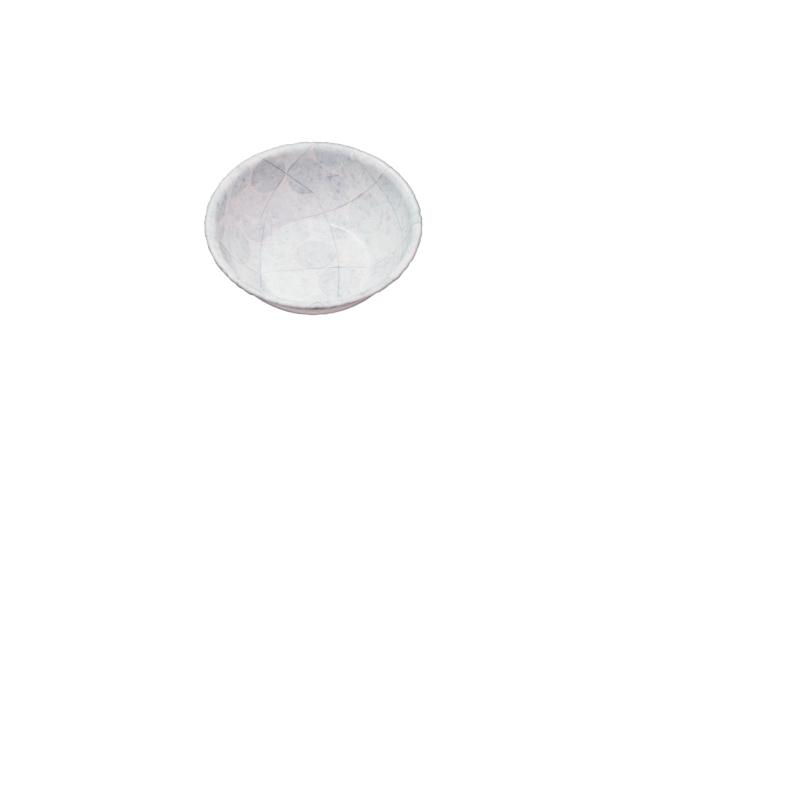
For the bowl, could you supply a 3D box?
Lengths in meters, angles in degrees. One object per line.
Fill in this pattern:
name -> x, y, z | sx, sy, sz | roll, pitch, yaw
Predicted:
bowl -> -0.066, -0.120, 0.841 | 0.162, 0.174, 0.051 | -1, -36, -1
